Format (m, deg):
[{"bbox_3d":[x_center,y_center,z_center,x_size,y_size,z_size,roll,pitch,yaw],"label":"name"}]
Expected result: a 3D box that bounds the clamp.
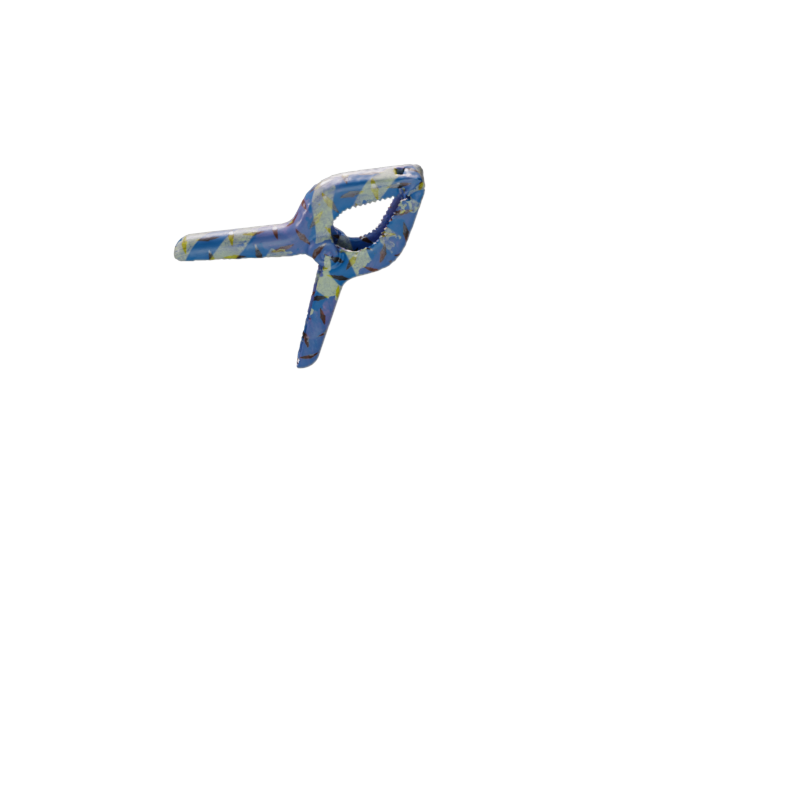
[{"bbox_3d":[-0.071,-0.130,0.912,0.156,0.207,0.039,38,27,-23],"label":"clamp"}]
